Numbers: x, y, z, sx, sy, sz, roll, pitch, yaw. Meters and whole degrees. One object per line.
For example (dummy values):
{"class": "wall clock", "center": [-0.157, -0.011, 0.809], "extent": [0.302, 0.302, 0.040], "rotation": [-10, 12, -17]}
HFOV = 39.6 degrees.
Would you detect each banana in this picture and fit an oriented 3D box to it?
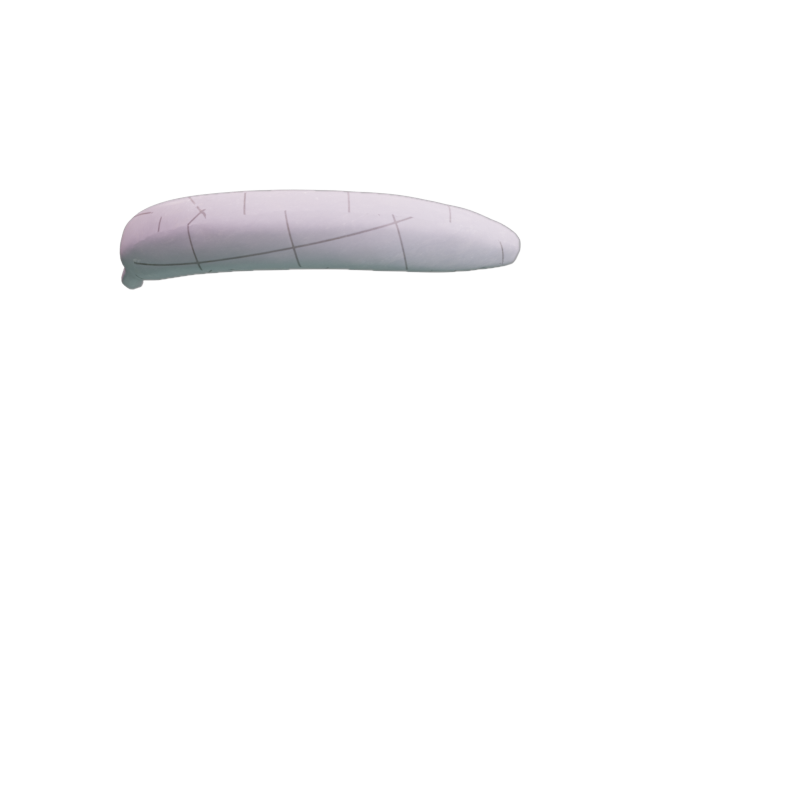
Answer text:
{"class": "banana", "center": [-0.048, -0.074, 0.502], "extent": [0.201, 0.037, 0.067], "rotation": [0, -3, 15]}
